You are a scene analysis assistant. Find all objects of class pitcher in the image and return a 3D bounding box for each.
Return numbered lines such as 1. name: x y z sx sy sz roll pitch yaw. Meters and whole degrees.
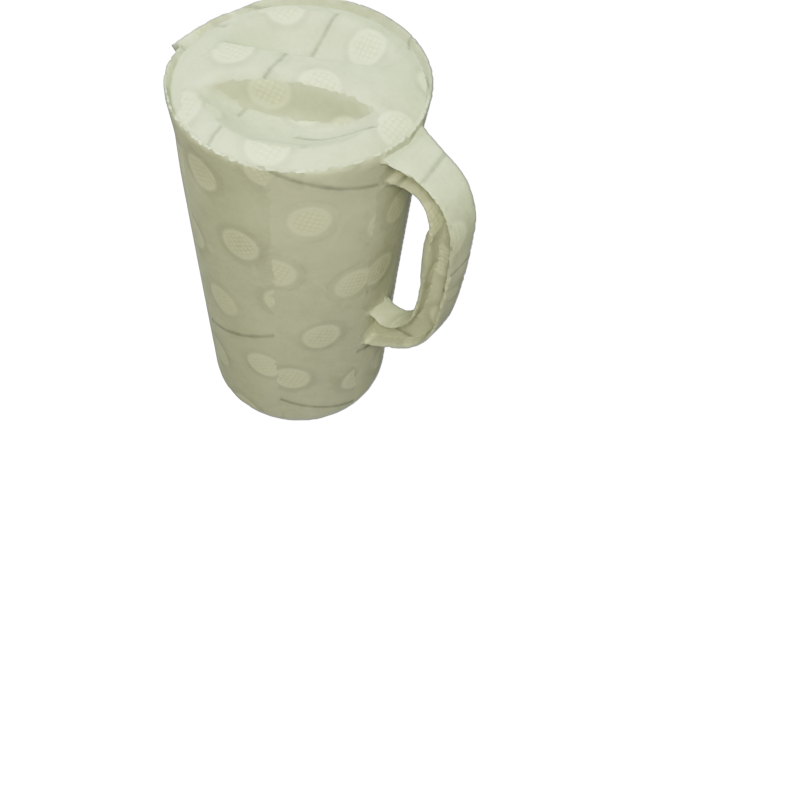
1. pitcher: -0.049 -0.089 0.625 0.144 0.161 0.227 -5 -37 -7
